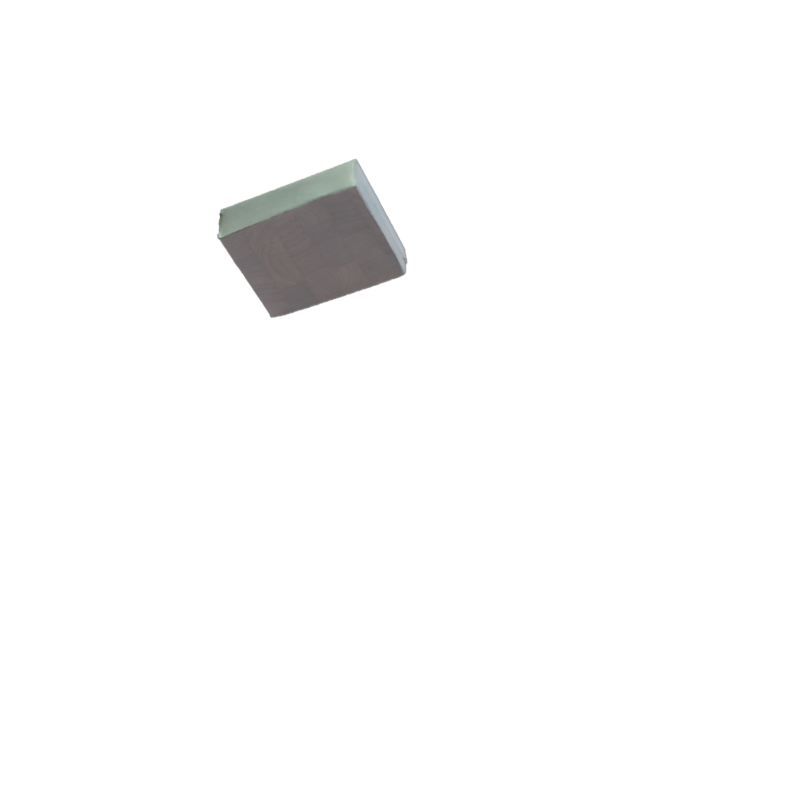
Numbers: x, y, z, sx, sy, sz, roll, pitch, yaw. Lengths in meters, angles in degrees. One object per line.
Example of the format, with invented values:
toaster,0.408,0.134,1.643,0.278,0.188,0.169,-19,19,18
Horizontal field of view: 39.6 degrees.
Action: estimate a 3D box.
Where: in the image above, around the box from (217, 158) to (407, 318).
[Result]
box,-0.063,-0.115,0.806,0.114,0.083,0.042,-19,38,15
